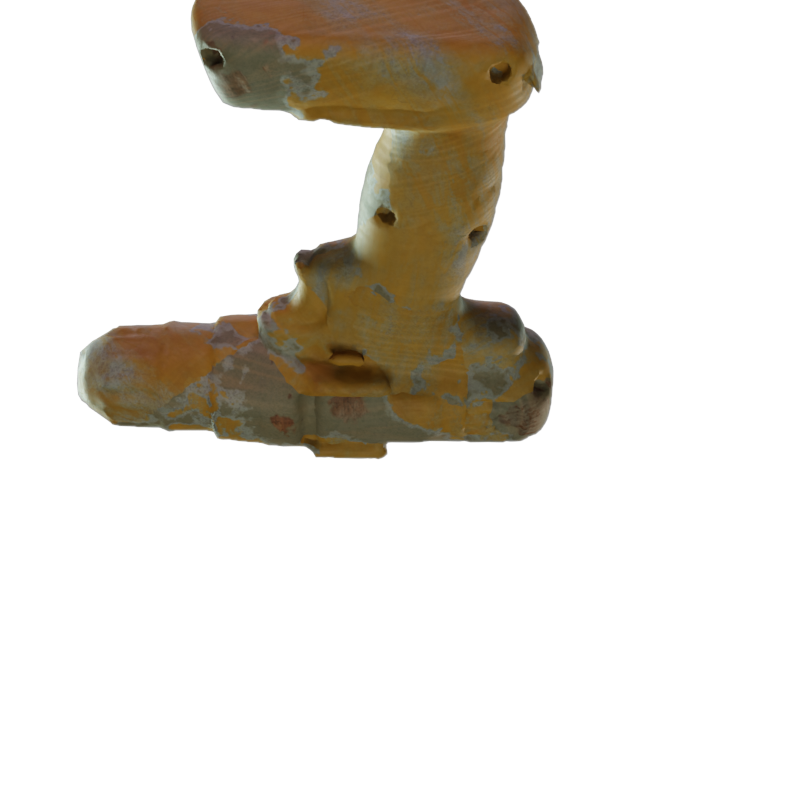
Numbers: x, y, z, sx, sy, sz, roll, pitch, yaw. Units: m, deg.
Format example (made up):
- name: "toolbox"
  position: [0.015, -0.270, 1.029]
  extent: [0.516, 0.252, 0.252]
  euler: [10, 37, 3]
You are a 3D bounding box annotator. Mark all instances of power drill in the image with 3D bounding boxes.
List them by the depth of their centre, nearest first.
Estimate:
- name: "power drill"
  position: [-0.031, -0.056, 0.392]
  extent: [0.184, 0.175, 0.062]
  euler: [1, 43, -1]
